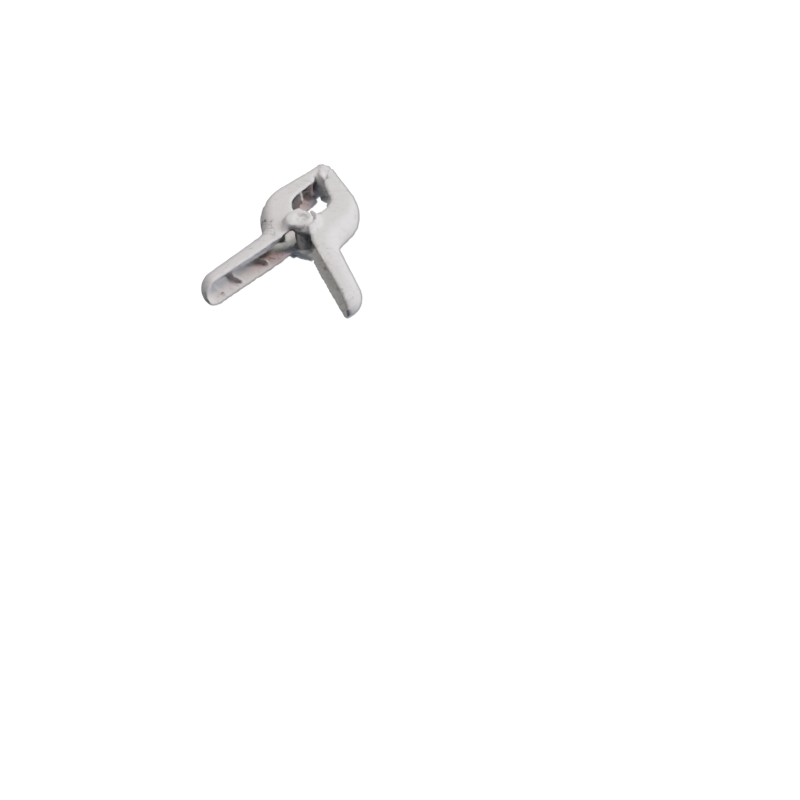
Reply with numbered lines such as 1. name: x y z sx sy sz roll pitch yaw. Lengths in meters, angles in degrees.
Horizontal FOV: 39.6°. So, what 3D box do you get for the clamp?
1. clamp: -0.067 -0.123 0.861 0.123 0.036 0.179 14 48 13
